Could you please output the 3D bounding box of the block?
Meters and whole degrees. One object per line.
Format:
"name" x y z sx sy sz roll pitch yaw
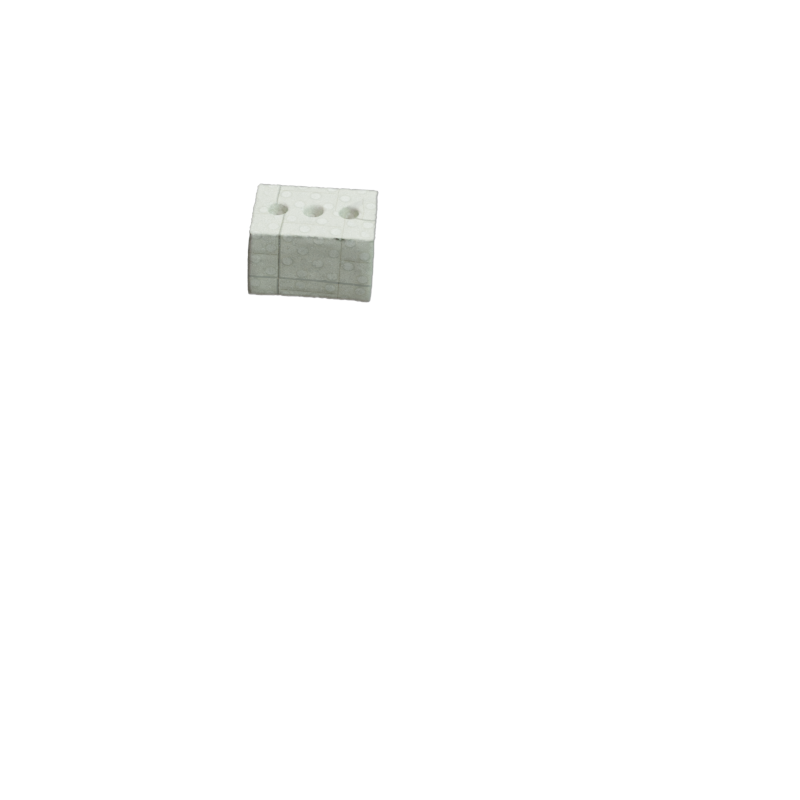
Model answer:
"block" -0.054 -0.099 0.692 0.078 0.048 0.056 3 43 2
